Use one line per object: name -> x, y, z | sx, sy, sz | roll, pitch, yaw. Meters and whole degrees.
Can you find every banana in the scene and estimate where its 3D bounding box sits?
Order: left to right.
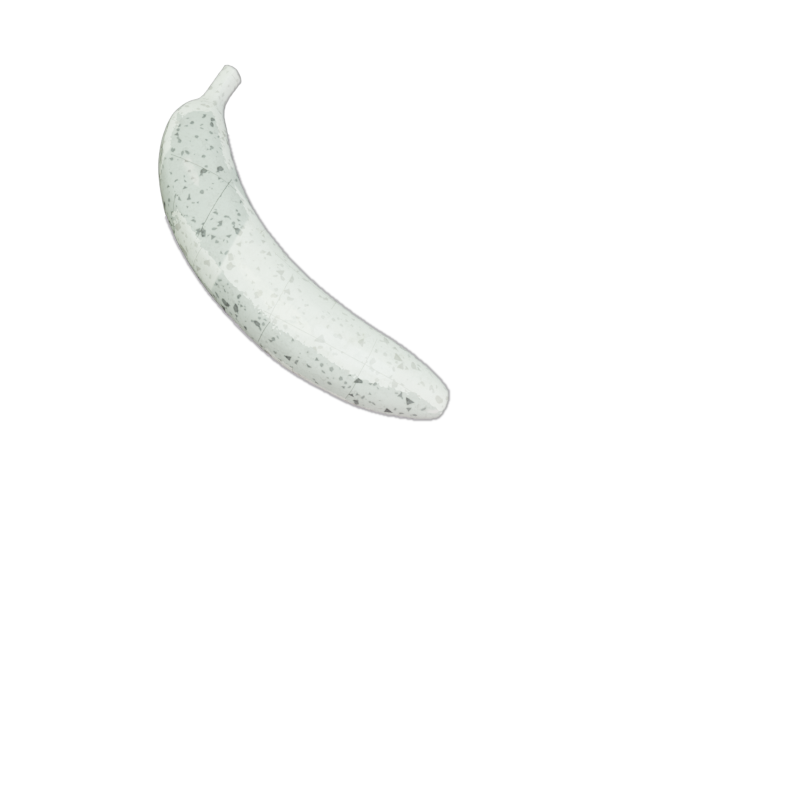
banana -> -0.057, -0.065, 0.496 | 0.069, 0.206, 0.035 | -30, -16, -9
